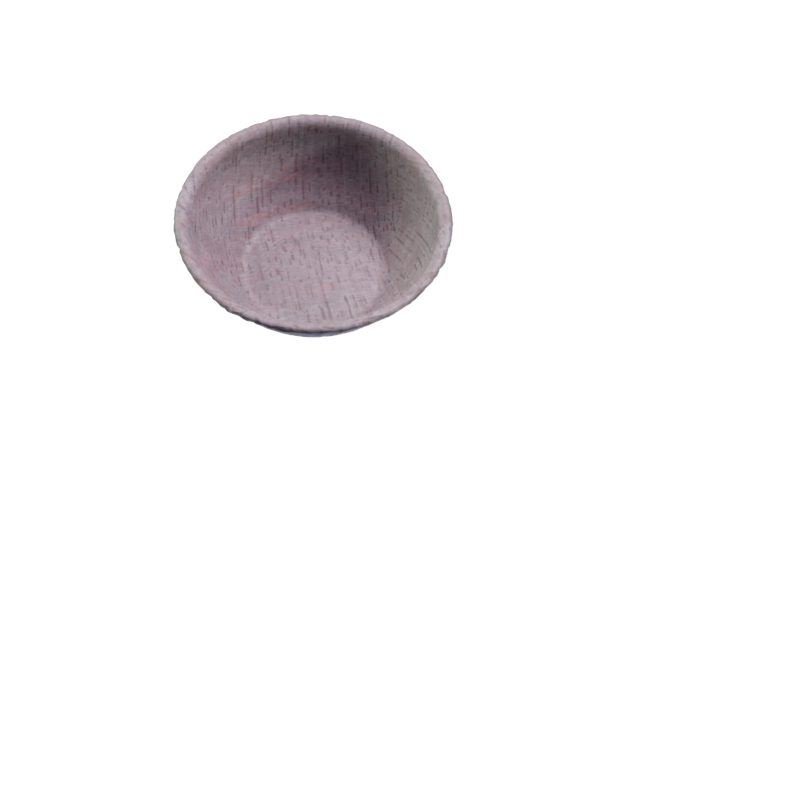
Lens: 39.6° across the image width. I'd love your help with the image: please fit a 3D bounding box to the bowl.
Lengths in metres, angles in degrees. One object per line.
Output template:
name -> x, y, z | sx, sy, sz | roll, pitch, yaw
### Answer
bowl -> -0.052, -0.095, 0.664 | 0.162, 0.173, 0.051 | -1, -34, -1
